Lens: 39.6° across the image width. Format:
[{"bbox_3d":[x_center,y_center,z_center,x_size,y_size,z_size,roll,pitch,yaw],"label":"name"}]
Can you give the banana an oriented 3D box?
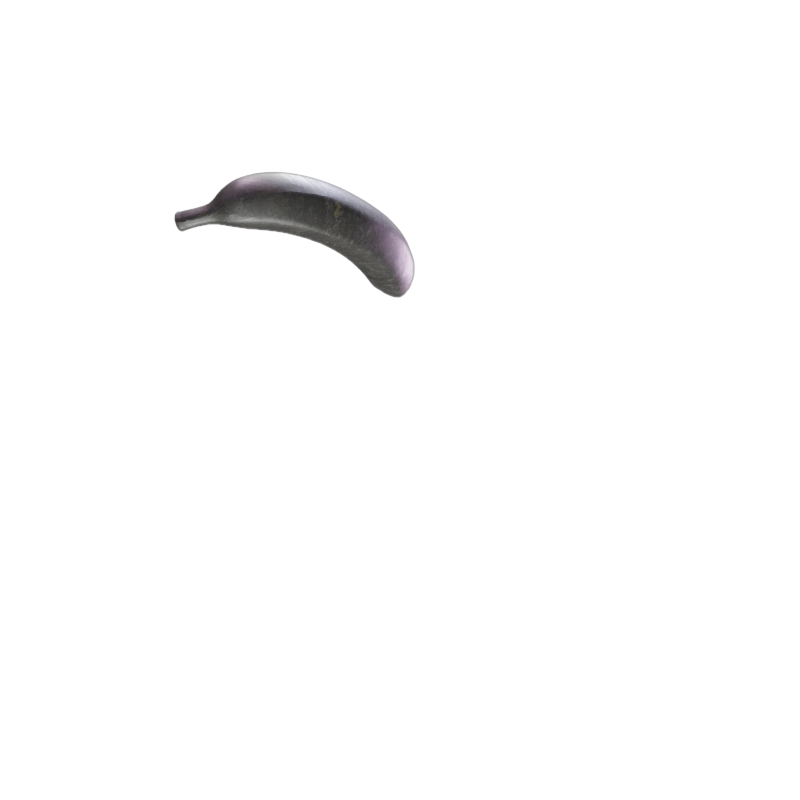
[{"bbox_3d":[-0.045,-0.107,0.705,0.186,0.038,0.070,16,-24,-42],"label":"banana"}]
